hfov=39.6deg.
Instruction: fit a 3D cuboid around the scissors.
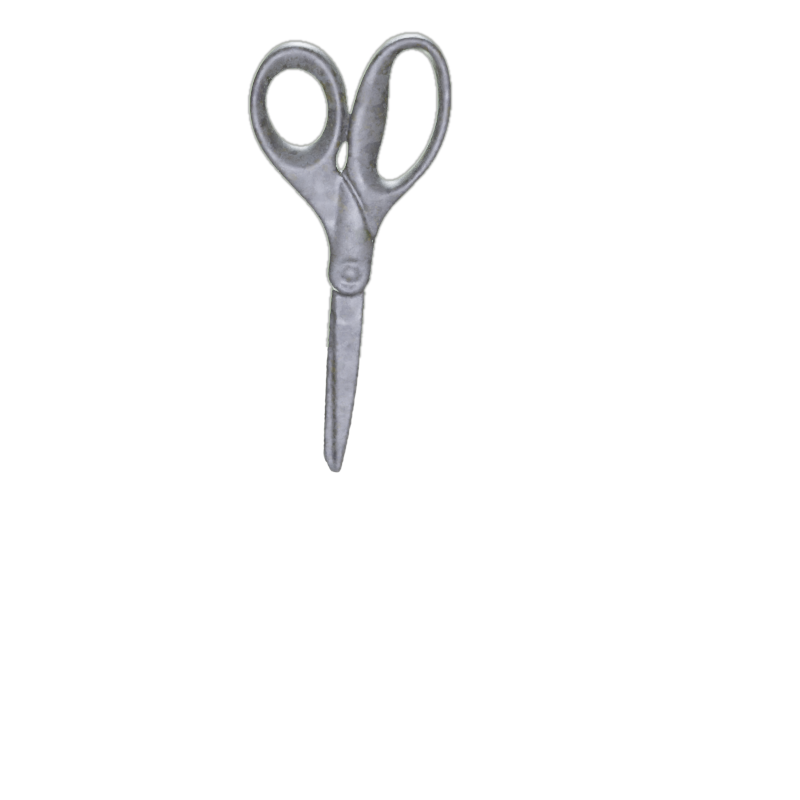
[{"bbox_3d":[-0.039,-0.071,0.494,0.095,0.197,0.016,20,12,-5],"label":"scissors"}]
